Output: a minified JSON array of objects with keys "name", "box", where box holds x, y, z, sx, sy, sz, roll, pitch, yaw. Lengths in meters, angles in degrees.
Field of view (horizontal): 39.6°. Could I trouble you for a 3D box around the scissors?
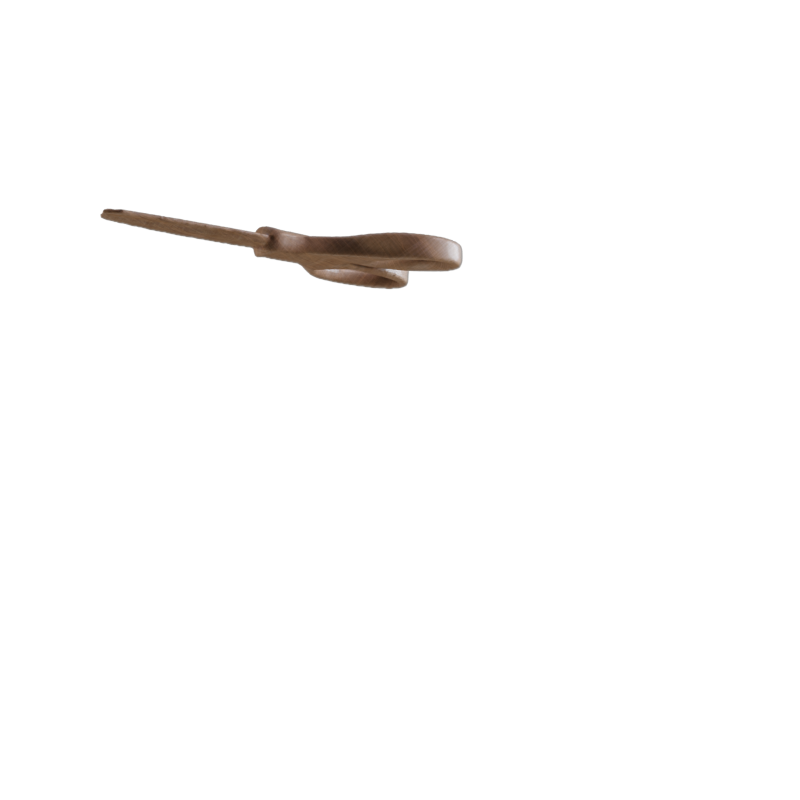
[{"name":"scissors","box":[-0.044,-0.079,0.556,0.099,0.016,0.191,-4,-6,33]}]
